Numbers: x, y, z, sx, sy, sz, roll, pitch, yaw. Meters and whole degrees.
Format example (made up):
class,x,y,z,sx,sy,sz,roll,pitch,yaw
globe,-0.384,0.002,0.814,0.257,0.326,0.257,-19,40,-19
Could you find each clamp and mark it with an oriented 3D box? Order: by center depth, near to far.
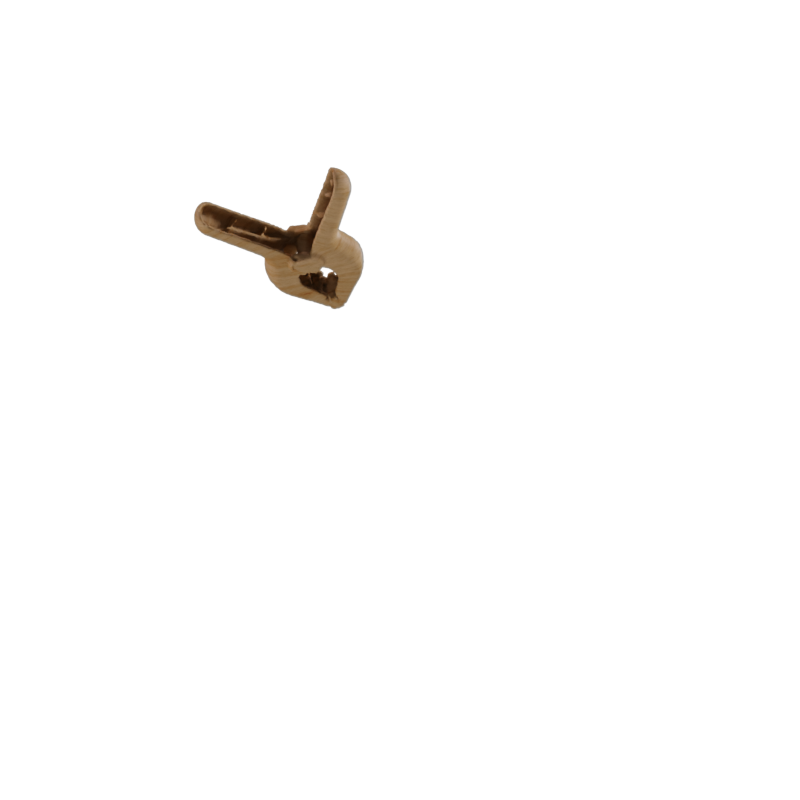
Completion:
class,x,y,z,sx,sy,sz,roll,pitch,yaw
clamp,-0.068,-0.123,0.863,0.122,0.041,0.159,-10,-23,24
